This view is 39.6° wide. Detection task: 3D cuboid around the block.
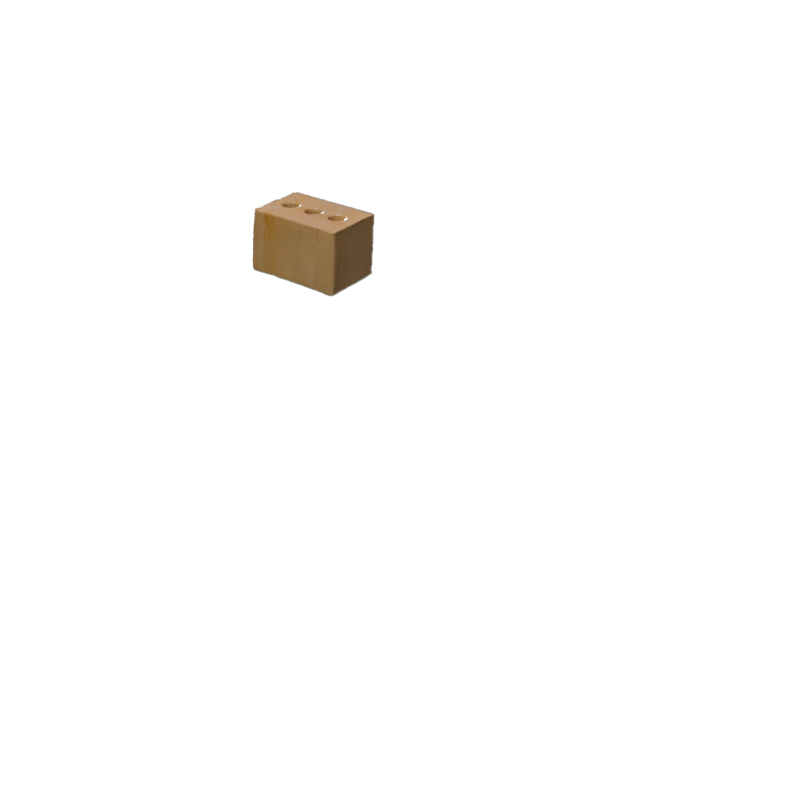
[{"bbox_3d":[-0.065,-0.119,0.831,0.082,0.049,0.053,20,32,32],"label":"block"}]
